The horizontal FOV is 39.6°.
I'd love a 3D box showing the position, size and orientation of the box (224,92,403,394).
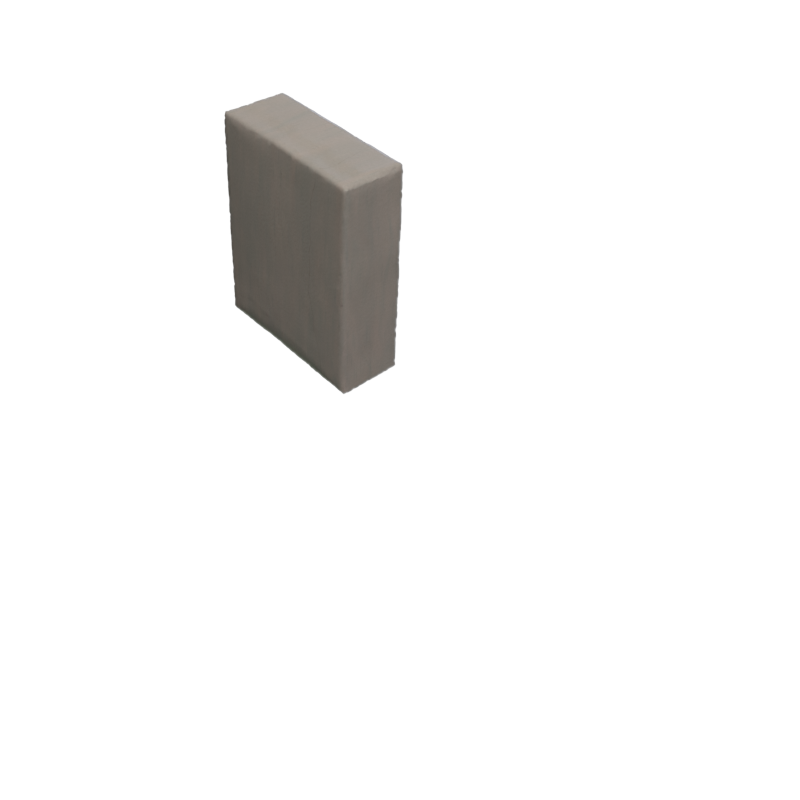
[{"bbox_3d":[-0.076,-0.138,0.967,0.071,0.200,0.176,-25,46,-31],"label":"box"}]
